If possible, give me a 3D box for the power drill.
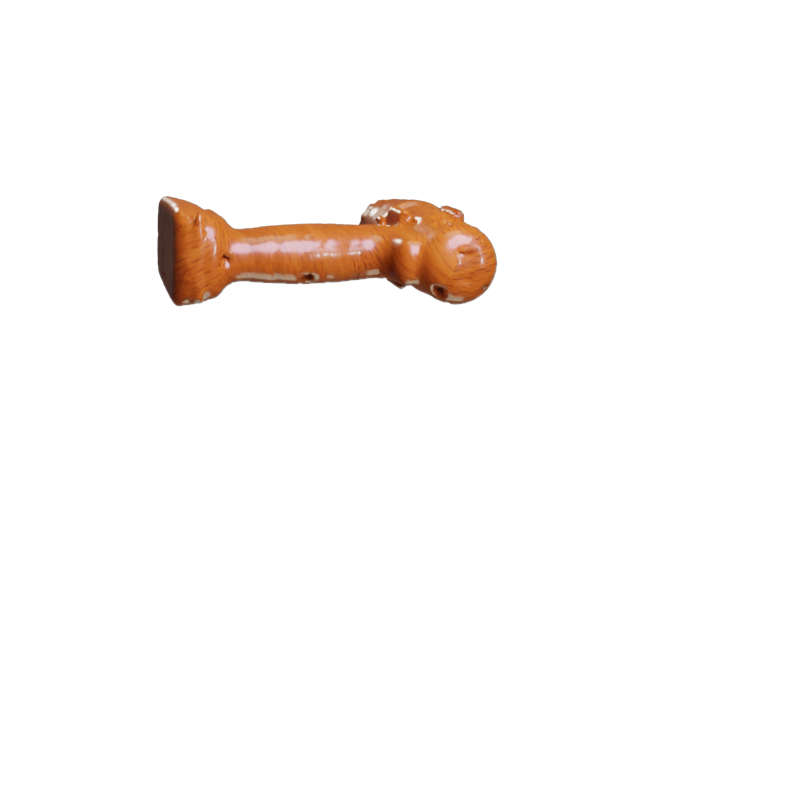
[{"bbox_3d":[-0.054,-0.098,0.685,0.185,0.056,0.192,-4,15,-14],"label":"power drill"}]
